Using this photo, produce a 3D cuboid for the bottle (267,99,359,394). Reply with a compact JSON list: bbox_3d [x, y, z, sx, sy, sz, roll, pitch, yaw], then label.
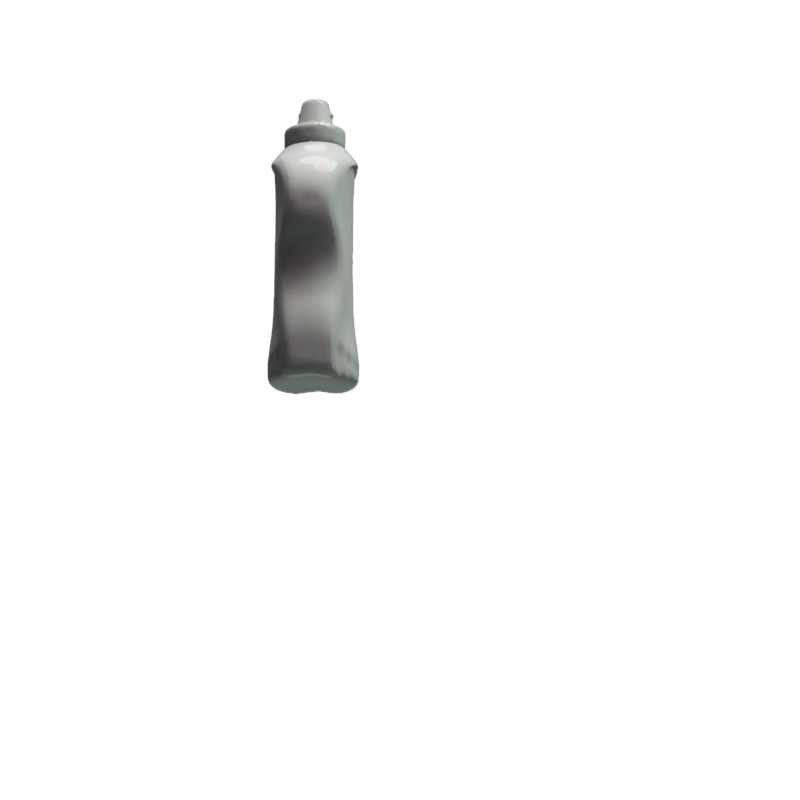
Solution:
[{"bbox_3d":[-0.056,-0.103,0.723,0.059,0.198,0.093,-1,-12,2],"label":"bottle"}]
